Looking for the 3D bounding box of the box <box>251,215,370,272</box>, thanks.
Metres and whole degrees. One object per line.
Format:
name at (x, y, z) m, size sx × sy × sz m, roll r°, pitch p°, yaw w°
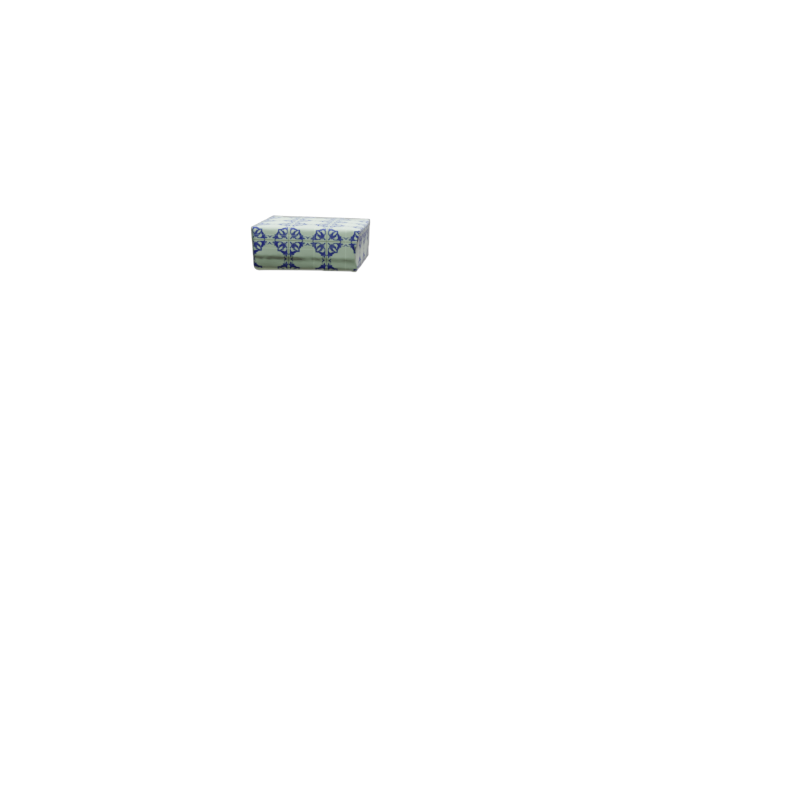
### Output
box at (-0.074, -0.135, 0.946) m, size 0.090 × 0.038 × 0.116 m, roll 1°, pitch 15°, yaw 4°
